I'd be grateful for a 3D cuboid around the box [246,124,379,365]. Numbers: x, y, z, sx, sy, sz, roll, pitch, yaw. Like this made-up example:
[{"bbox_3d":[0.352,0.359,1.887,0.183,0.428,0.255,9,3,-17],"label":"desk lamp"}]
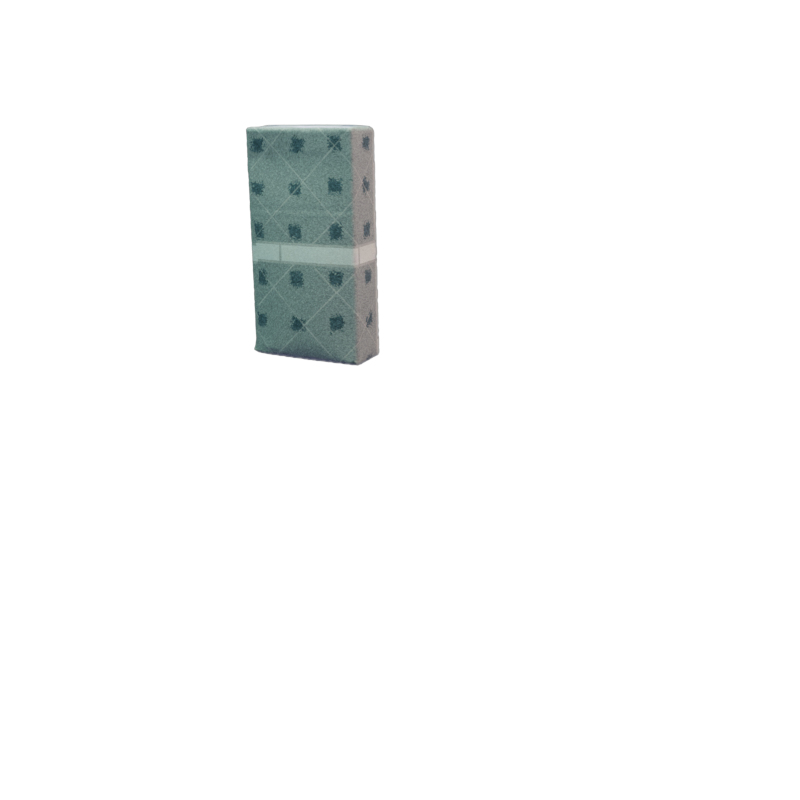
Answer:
[{"bbox_3d":[-0.065,-0.120,0.839,0.097,0.173,0.047,5,9,27],"label":"box"}]
